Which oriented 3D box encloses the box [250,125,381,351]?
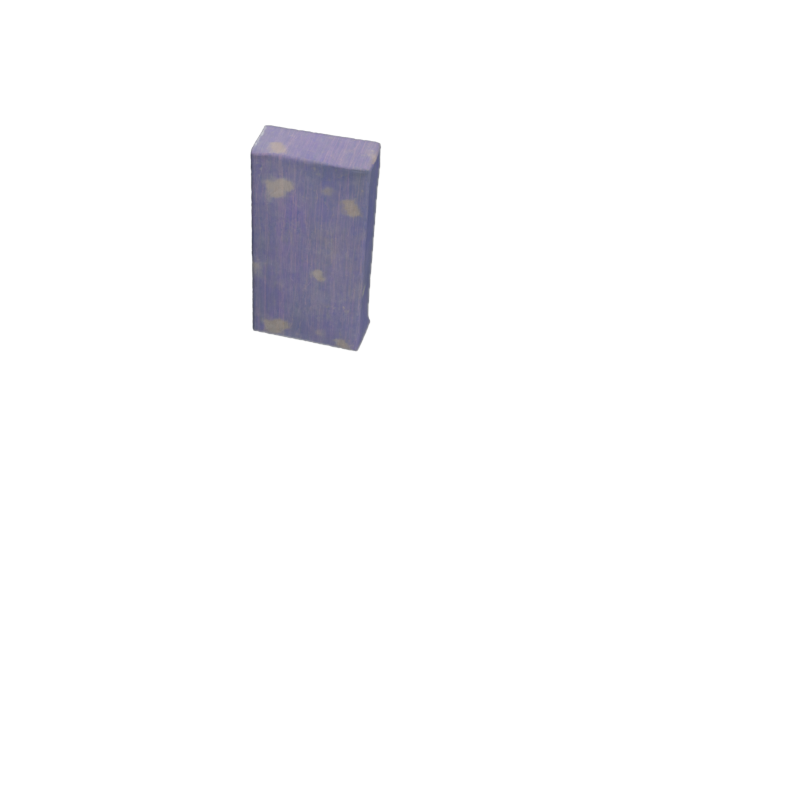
[{"bbox_3d":[-0.068,-0.123,0.863,0.095,0.164,0.050,12,43,9],"label":"box"}]
